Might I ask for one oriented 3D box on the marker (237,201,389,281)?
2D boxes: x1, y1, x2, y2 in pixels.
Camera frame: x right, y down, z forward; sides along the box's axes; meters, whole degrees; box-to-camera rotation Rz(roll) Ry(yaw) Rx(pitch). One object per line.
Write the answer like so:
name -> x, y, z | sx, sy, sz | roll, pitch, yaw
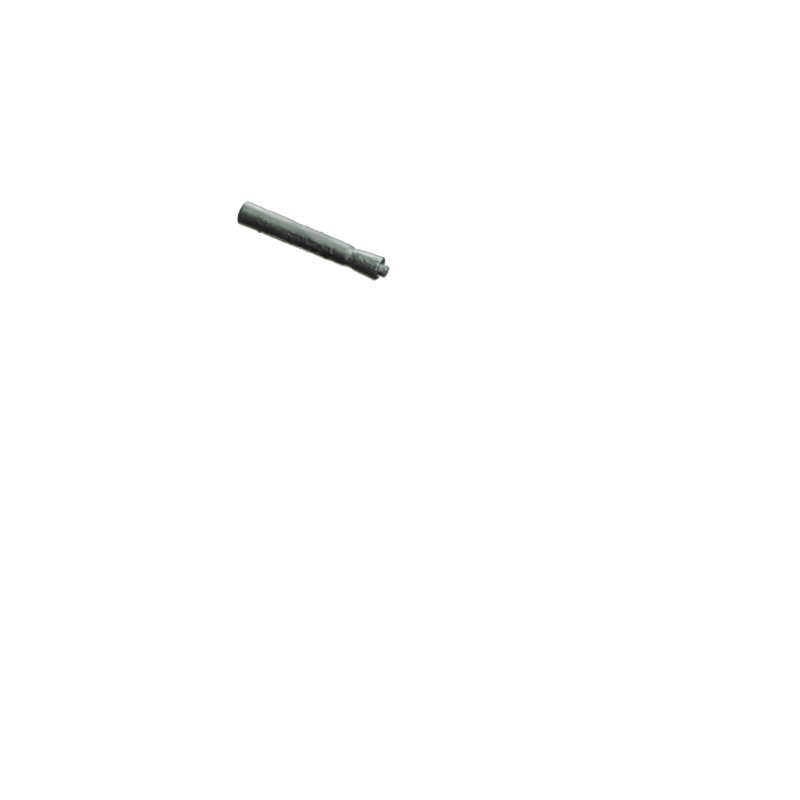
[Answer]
marker -> -0.064, -0.118, 0.824 | 0.125, 0.019, 0.019 | 24, 10, 16
